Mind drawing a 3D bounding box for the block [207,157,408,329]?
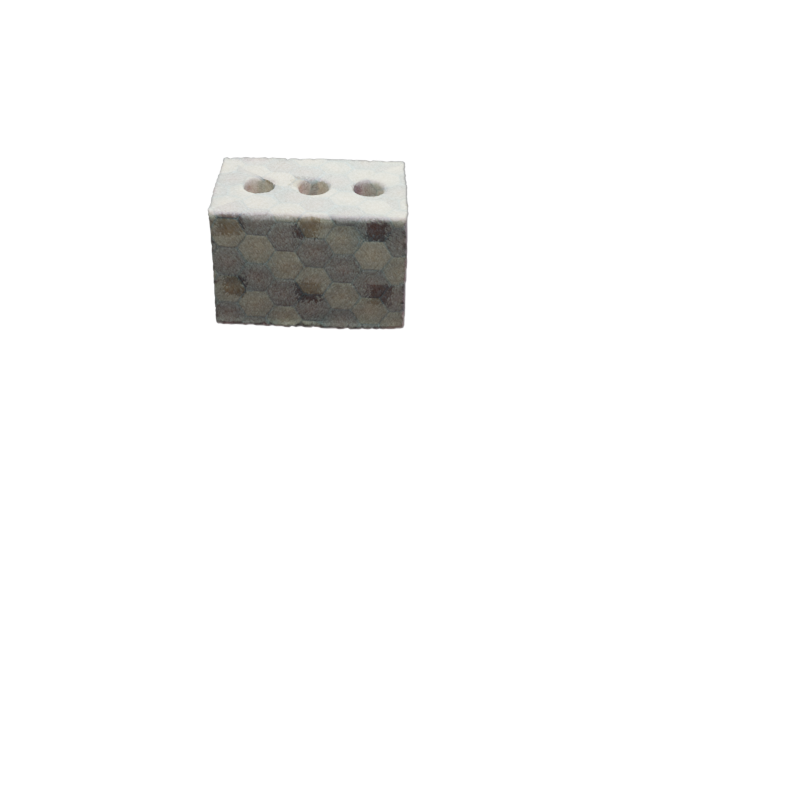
[{"bbox_3d":[-0.035,-0.064,0.449,0.078,0.048,0.056,1,32,1],"label":"block"}]
